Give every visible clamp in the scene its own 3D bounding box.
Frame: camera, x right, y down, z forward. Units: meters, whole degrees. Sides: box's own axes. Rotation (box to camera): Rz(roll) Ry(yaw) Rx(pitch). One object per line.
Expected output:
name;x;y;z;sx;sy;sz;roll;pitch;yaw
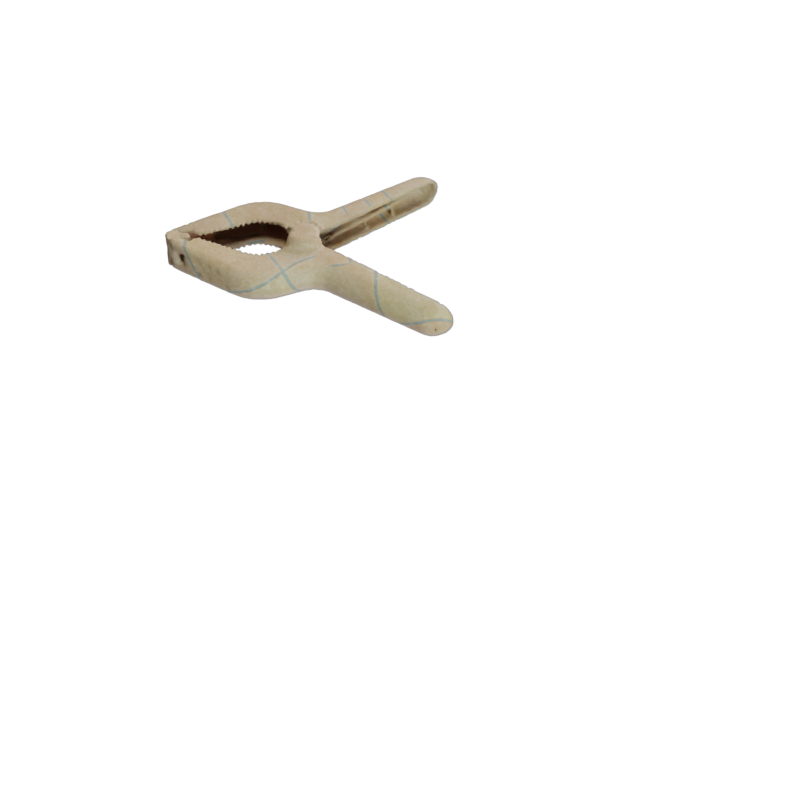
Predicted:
clamp;-0.064;-0.116;0.812;0.212;0.034;0.175;5;43;5
